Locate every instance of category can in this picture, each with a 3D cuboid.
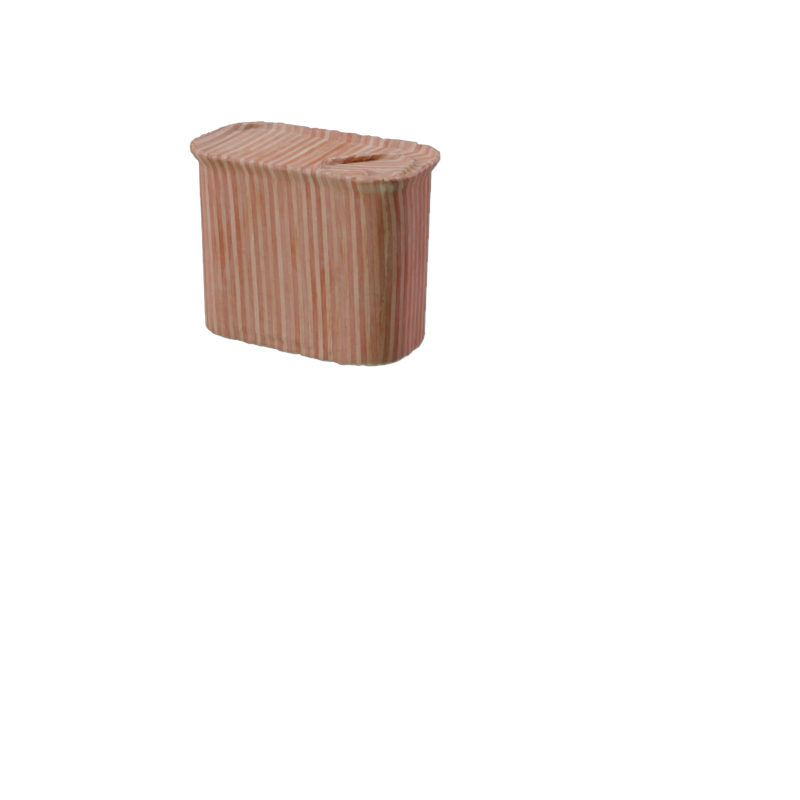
[{"bbox_3d":[-0.037,-0.067,0.470,0.106,0.080,0.058,13,26,25],"label":"can"}]
